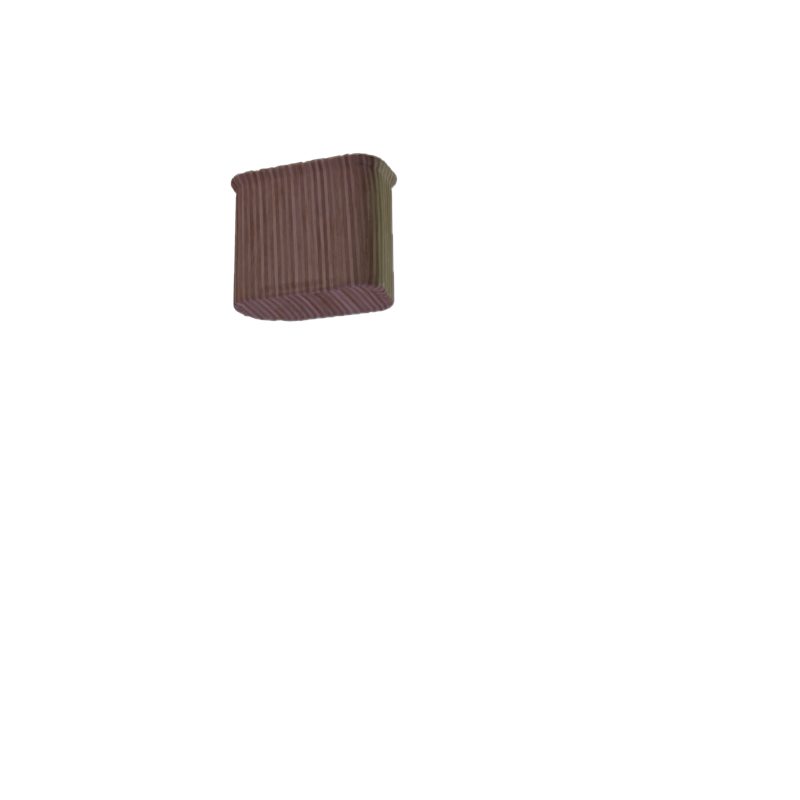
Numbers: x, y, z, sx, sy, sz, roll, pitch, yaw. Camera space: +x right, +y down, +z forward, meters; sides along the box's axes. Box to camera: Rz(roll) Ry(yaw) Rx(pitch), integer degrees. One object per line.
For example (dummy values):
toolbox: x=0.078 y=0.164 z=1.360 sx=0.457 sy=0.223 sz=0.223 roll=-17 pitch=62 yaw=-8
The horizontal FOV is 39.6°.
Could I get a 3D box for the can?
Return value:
can: x=-0.053 y=-0.097 z=0.680 sx=0.104 sy=0.088 sz=0.054 roll=-7 pitch=-19 yaw=19
